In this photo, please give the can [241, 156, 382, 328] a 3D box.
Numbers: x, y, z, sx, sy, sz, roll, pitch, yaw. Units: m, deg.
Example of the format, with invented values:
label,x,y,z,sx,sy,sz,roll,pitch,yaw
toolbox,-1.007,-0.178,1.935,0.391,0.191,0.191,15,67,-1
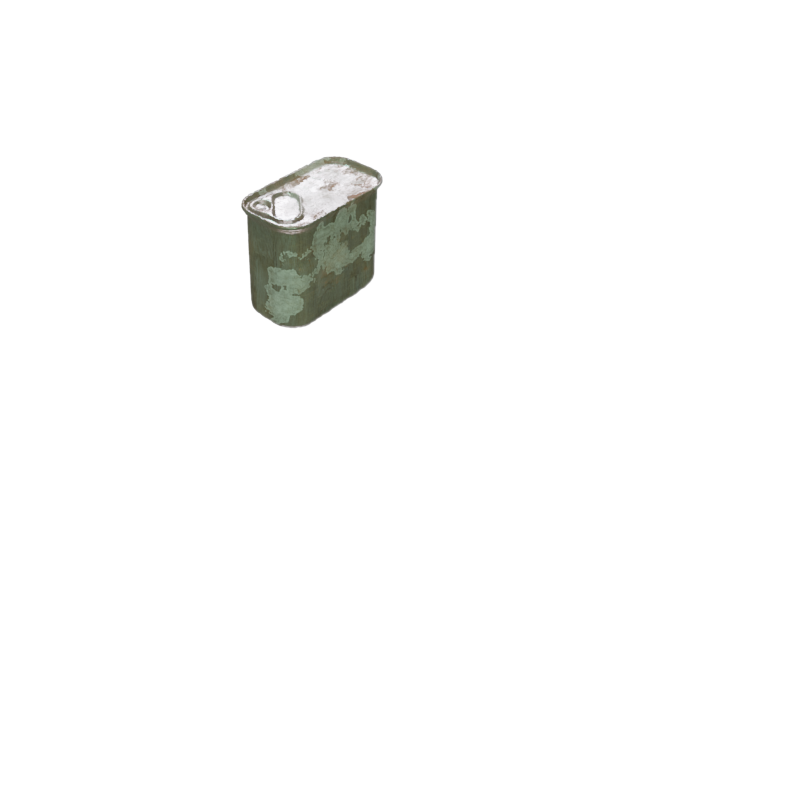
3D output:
label,x,y,z,sx,sy,sz,roll,pitch,yaw
can,-0.060,-0.110,0.771,0.061,0.078,0.102,27,43,30
